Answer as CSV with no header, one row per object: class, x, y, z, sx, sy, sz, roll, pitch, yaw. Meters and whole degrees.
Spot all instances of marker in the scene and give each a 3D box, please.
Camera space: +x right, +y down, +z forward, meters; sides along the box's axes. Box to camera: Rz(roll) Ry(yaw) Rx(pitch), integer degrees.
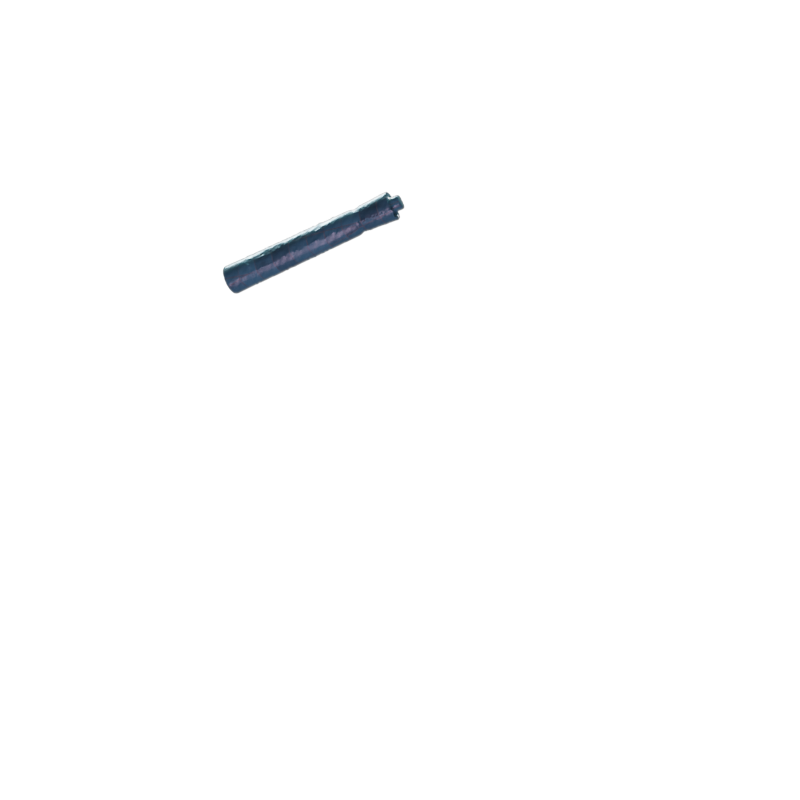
marker,-0.053,-0.097,0.682,0.121,0.020,0.019,-22,-2,17
